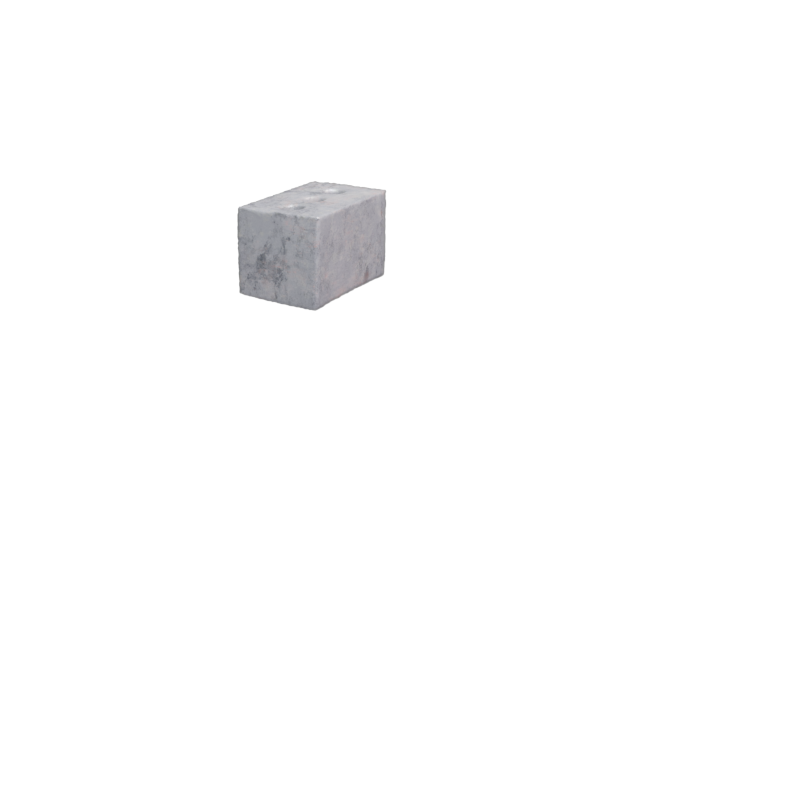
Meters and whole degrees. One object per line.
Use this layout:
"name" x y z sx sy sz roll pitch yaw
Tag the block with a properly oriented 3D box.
"block" -0.049 -0.089 0.621 0.055 0.049 0.078 11 23 26
